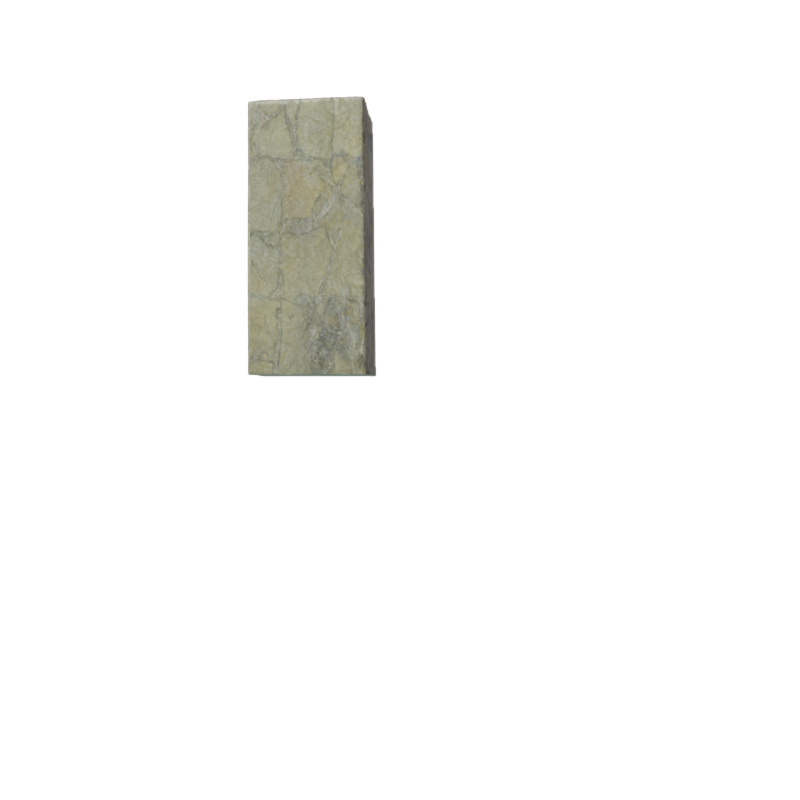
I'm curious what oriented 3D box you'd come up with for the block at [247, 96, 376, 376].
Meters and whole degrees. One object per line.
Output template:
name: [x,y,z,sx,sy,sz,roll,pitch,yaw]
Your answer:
block: [-0.068,-0.123,0.859,0.091,0.210,0.088,-1,-6,5]
